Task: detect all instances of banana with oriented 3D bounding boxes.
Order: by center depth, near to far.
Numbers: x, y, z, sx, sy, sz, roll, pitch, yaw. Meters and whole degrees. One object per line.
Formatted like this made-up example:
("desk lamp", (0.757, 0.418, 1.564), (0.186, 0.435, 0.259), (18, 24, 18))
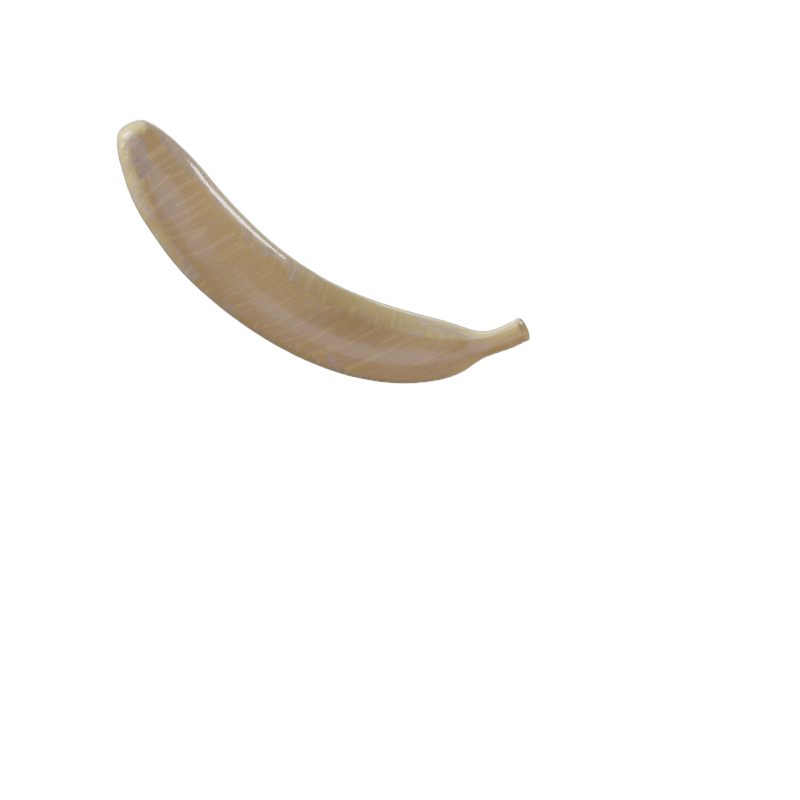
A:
("banana", (-0.044, -0.054, 0.489), (0.192, 0.068, 0.039), (26, 25, -13))
